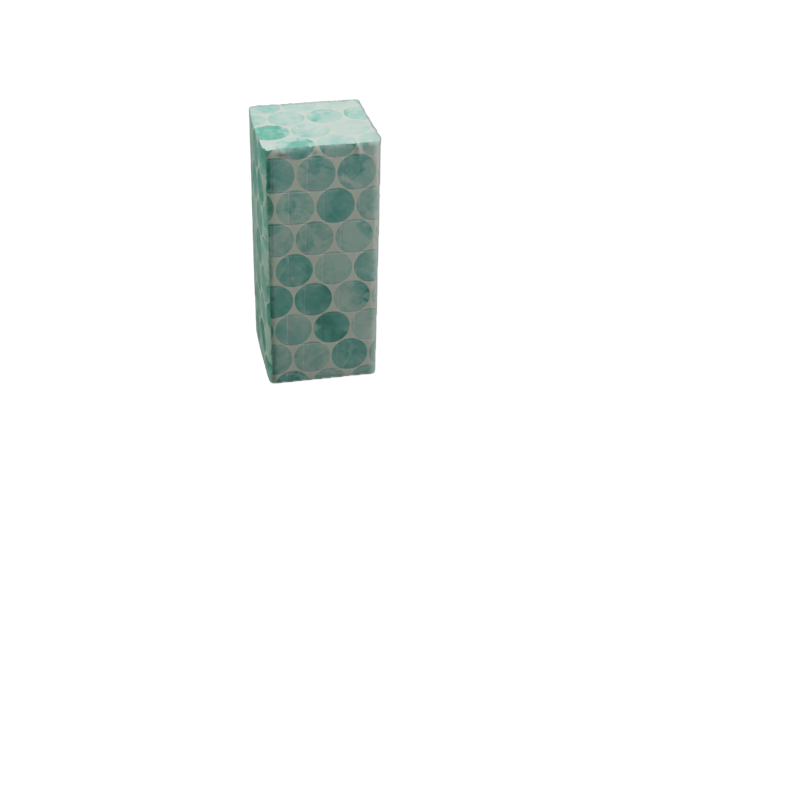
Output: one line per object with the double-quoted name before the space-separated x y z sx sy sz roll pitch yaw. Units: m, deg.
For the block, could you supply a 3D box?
"block" -0.070 -0.126 0.886 0.090 0.194 0.097 -5 31 -11
